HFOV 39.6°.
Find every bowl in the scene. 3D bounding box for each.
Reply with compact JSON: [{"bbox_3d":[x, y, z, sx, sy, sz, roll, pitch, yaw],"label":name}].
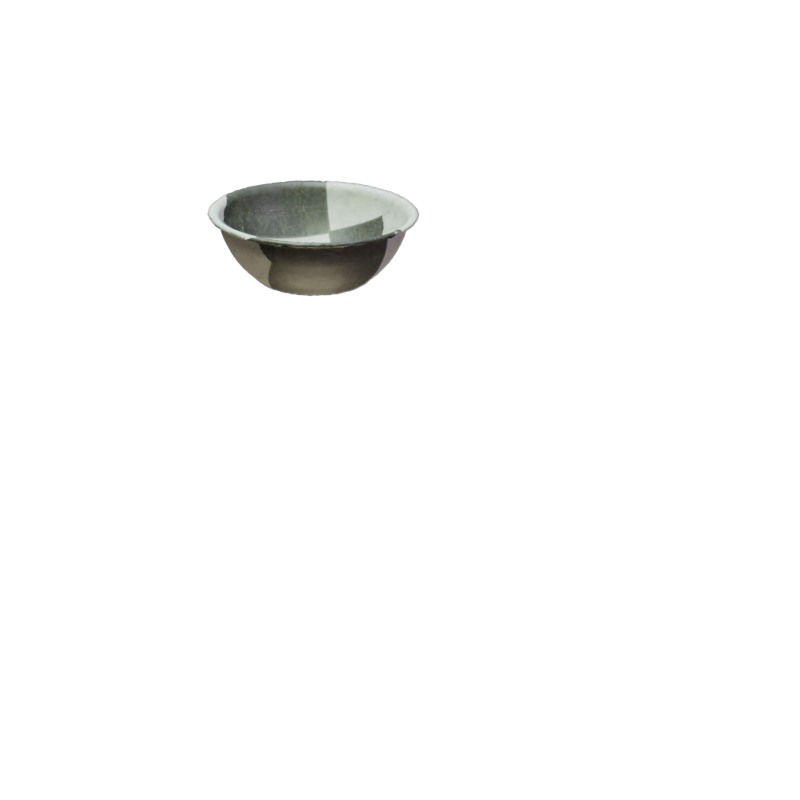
[{"bbox_3d":[-0.067,-0.123,0.859,0.162,0.052,0.171,-1,26,-2],"label":"bowl"}]
